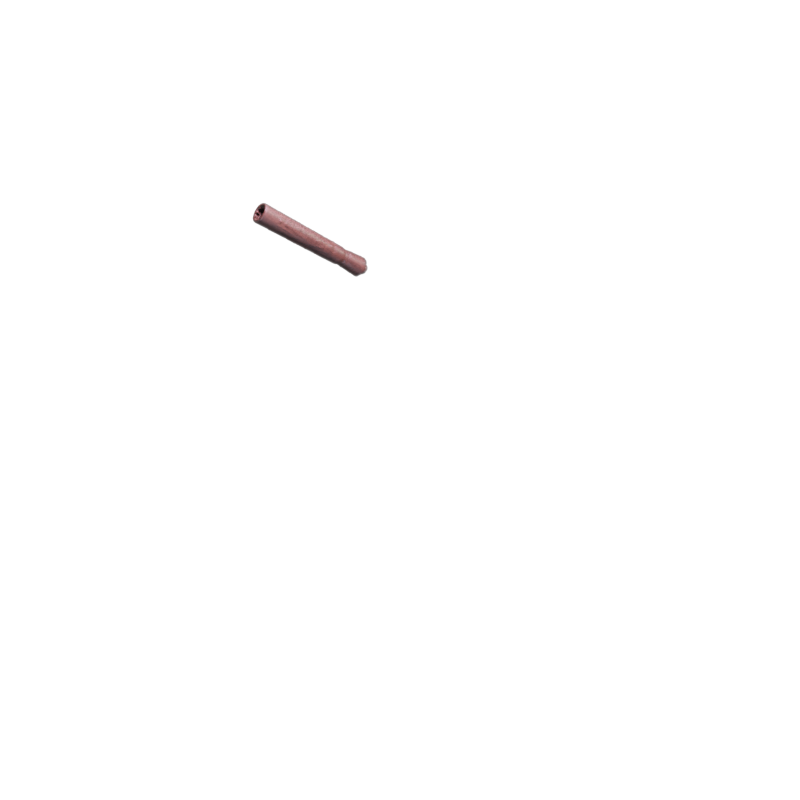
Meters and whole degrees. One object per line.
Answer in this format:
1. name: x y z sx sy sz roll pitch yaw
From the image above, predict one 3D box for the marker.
1. marker: -0.076 -0.139 0.976 0.114 0.020 0.020 25 -11 -31
